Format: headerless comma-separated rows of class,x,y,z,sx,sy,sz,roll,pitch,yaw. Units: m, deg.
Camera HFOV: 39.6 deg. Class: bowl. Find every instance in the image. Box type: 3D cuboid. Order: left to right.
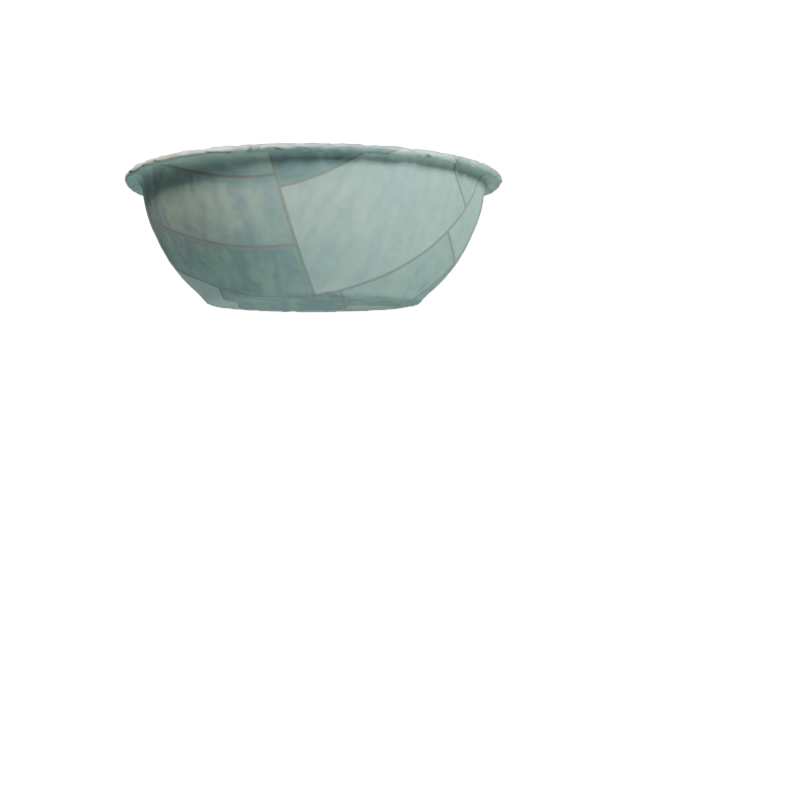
bowl,-0.037,-0.068,0.477,0.162,0.056,0.161,0,0,-2
